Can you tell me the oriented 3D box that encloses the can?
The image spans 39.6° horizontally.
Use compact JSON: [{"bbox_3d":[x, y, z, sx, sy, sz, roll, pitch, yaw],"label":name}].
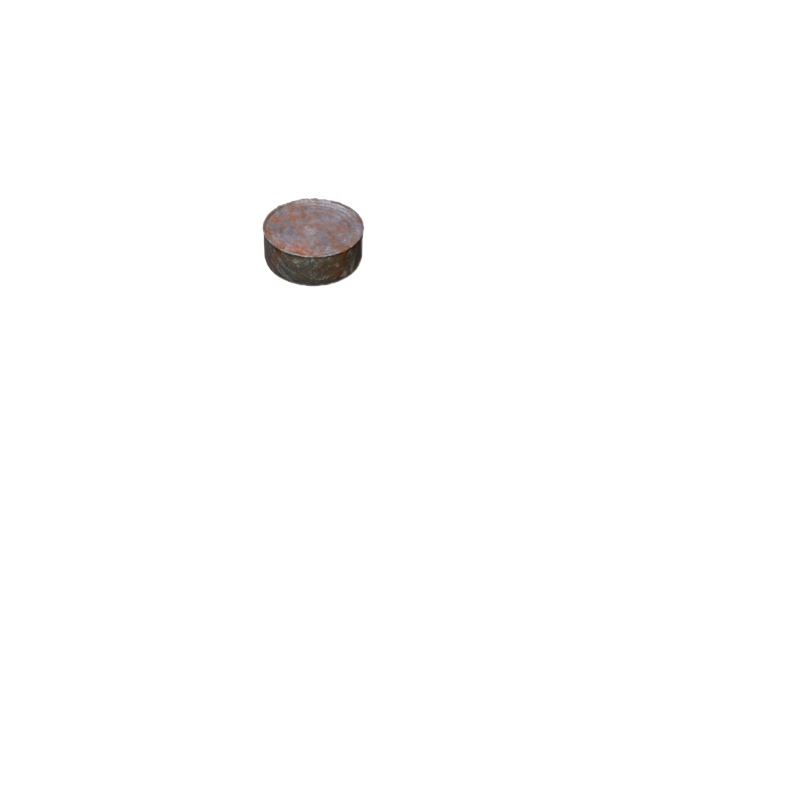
[{"bbox_3d":[-0.074,-0.135,0.946,0.086,0.031,0.092,-1,41,-2],"label":"can"}]
